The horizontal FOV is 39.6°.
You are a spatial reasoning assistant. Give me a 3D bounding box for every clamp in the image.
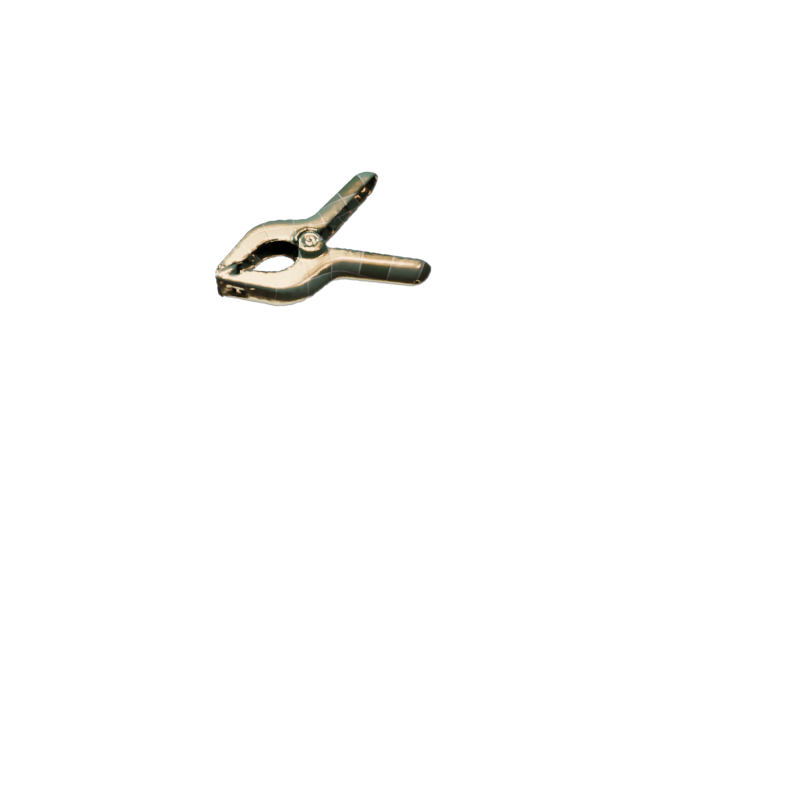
[{"bbox_3d":[-0.072,-0.130,0.914,0.170,0.130,0.036,-11,-40,-9],"label":"clamp"}]
